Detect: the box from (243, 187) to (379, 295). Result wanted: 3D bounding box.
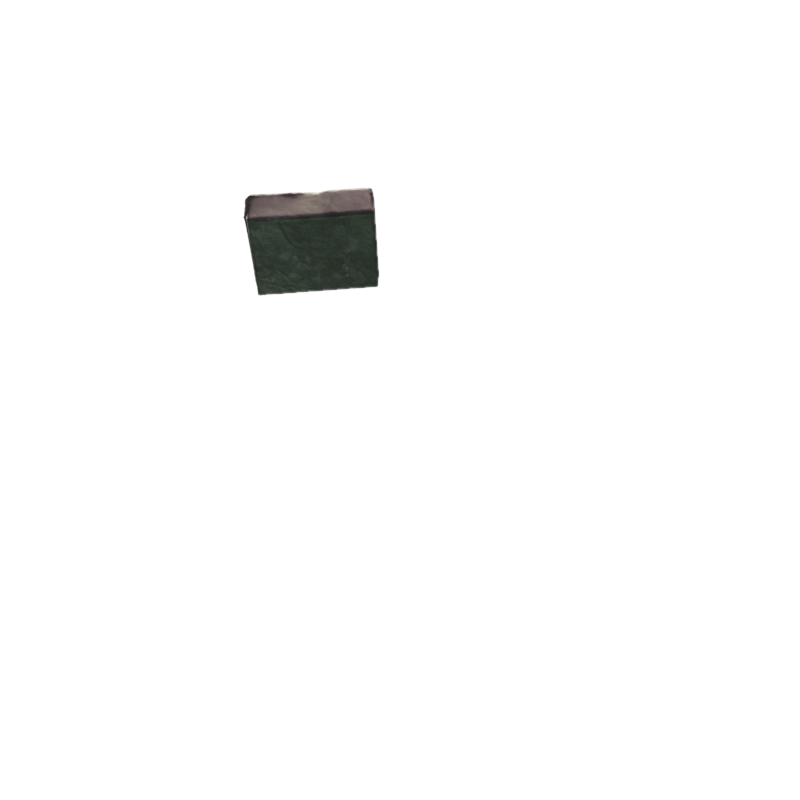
[{"bbox_3d":[-0.061,-0.111,0.776,0.089,0.032,0.068,-3,-43,2],"label":"box"}]
